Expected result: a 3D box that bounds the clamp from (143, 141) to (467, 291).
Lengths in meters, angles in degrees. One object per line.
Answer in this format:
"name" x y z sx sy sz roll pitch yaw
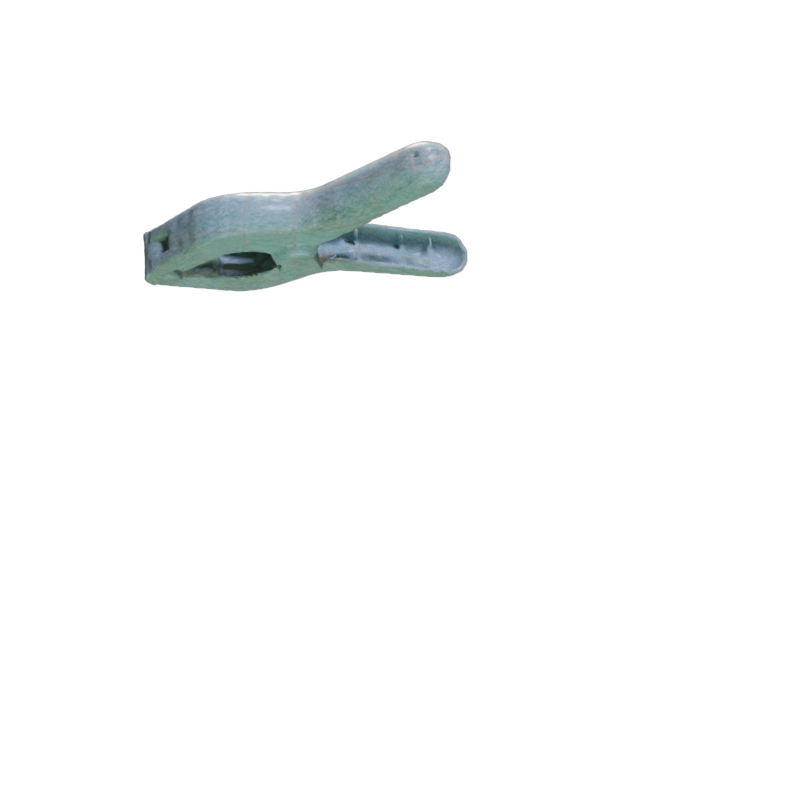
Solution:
"clamp" -0.045 -0.082 0.577 0.174 0.042 0.111 -8 -26 16
